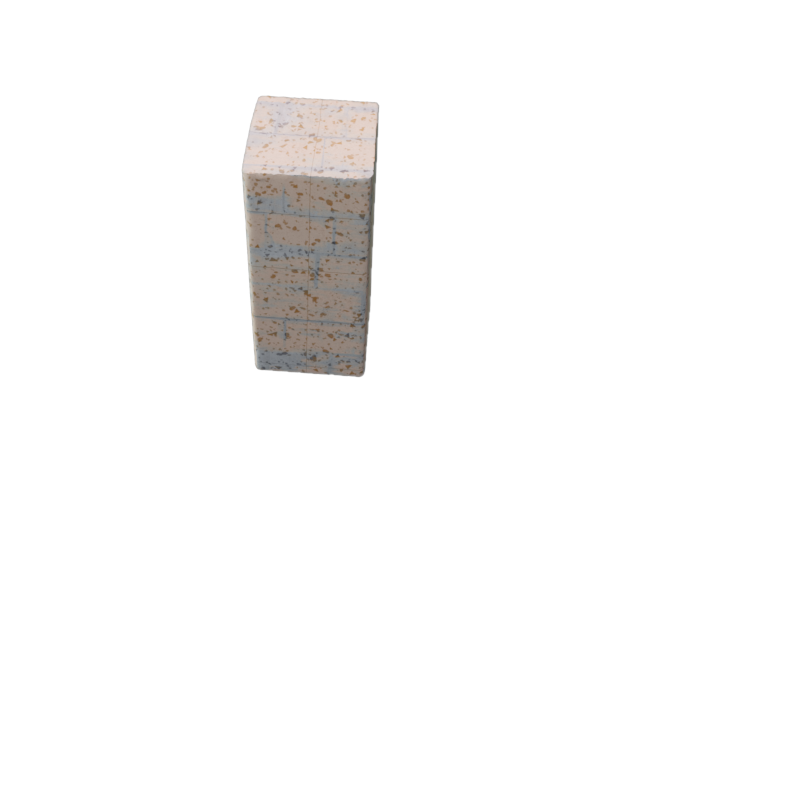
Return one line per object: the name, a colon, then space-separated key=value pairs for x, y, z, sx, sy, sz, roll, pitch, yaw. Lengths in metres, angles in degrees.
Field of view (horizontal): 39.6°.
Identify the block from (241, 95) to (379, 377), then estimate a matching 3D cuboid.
block: x=-0.066 y=-0.120 z=0.841 sx=0.091 sy=0.096 sz=0.192 roll=5 pitch=-43 yaw=1
